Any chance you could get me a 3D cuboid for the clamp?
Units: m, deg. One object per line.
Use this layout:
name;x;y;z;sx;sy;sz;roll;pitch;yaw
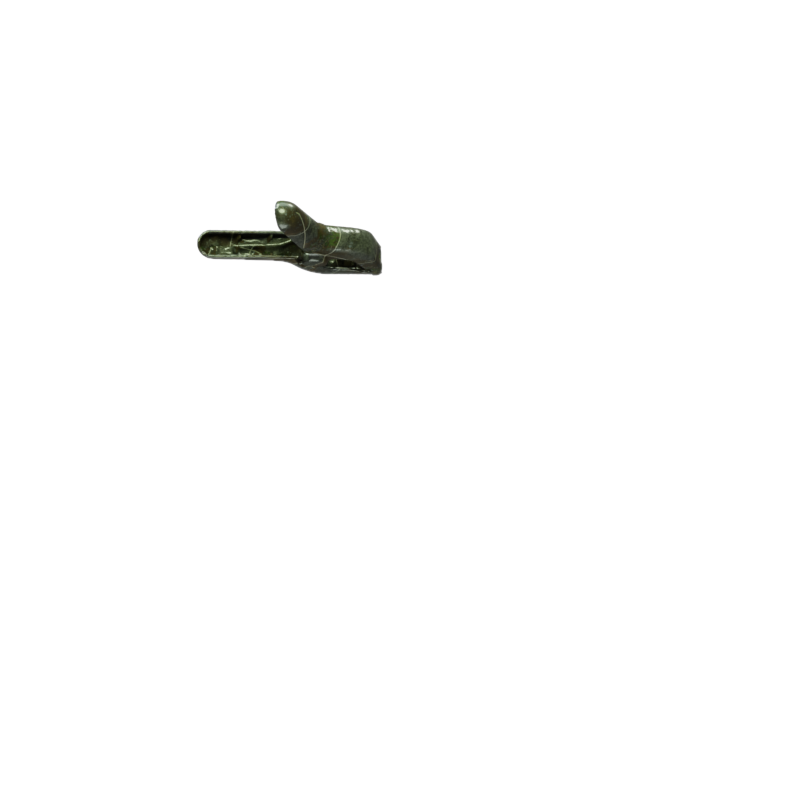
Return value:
clamp;-0.075;-0.136;0.955;0.165;0.040;0.123;2;-4;-34
